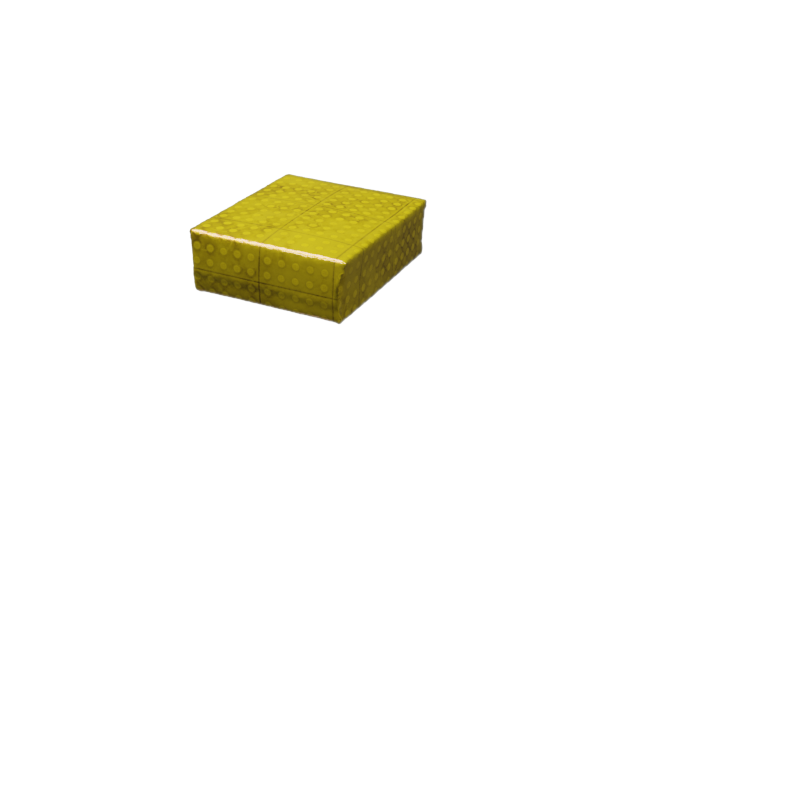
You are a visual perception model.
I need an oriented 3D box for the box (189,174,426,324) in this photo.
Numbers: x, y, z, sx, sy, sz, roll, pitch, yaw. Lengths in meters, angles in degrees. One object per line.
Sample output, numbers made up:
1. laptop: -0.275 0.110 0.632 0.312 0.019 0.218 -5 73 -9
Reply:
1. box: -0.047 -0.086 0.603 0.093 0.037 0.116 12 31 21
